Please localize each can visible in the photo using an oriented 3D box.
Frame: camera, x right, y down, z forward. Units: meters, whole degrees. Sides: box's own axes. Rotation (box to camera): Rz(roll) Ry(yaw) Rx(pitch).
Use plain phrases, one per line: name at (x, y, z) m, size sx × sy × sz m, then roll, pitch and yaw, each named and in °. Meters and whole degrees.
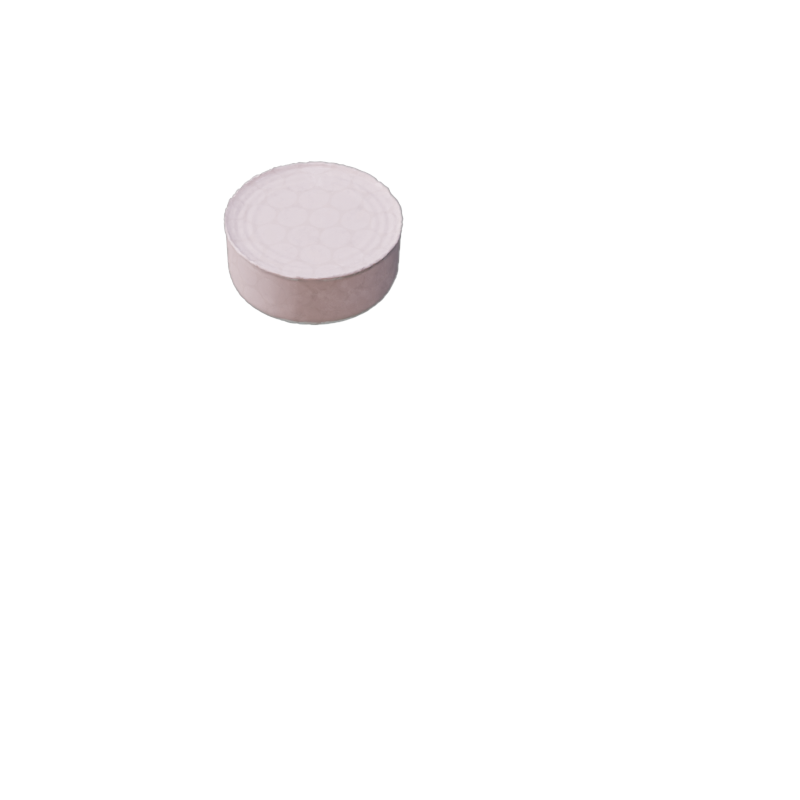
can at (-0.042, -0.077, 0.540) m, size 0.086 × 0.092 × 0.031 m, roll -1°, pitch -44°, yaw -1°
